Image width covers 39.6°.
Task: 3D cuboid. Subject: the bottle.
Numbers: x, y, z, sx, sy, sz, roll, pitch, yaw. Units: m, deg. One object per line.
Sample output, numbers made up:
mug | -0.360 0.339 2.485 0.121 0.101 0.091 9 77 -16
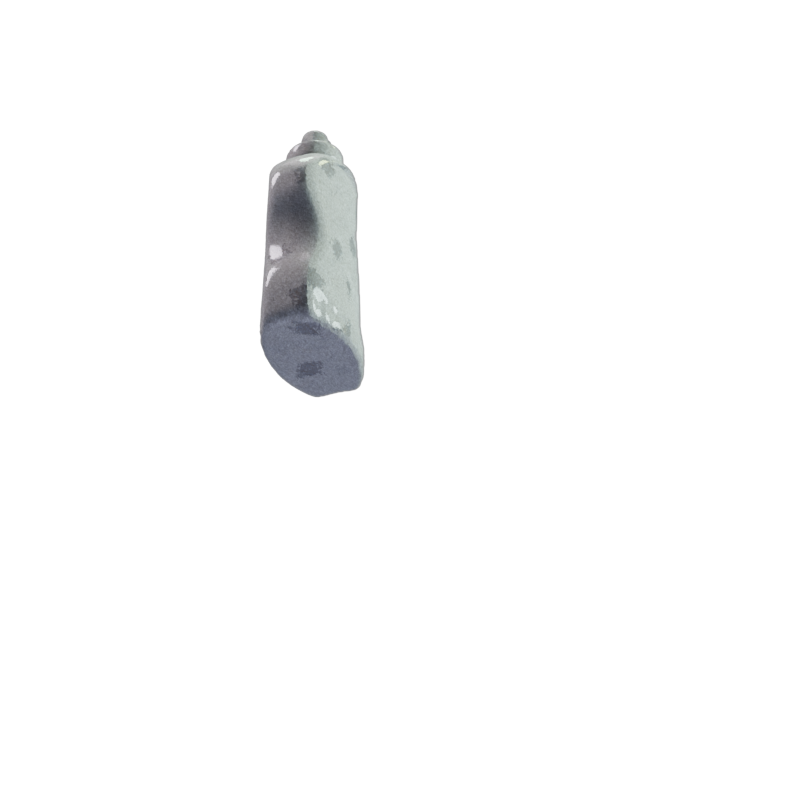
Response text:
bottle | -0.058 -0.106 0.741 0.059 0.205 0.088 -14 -37 15
